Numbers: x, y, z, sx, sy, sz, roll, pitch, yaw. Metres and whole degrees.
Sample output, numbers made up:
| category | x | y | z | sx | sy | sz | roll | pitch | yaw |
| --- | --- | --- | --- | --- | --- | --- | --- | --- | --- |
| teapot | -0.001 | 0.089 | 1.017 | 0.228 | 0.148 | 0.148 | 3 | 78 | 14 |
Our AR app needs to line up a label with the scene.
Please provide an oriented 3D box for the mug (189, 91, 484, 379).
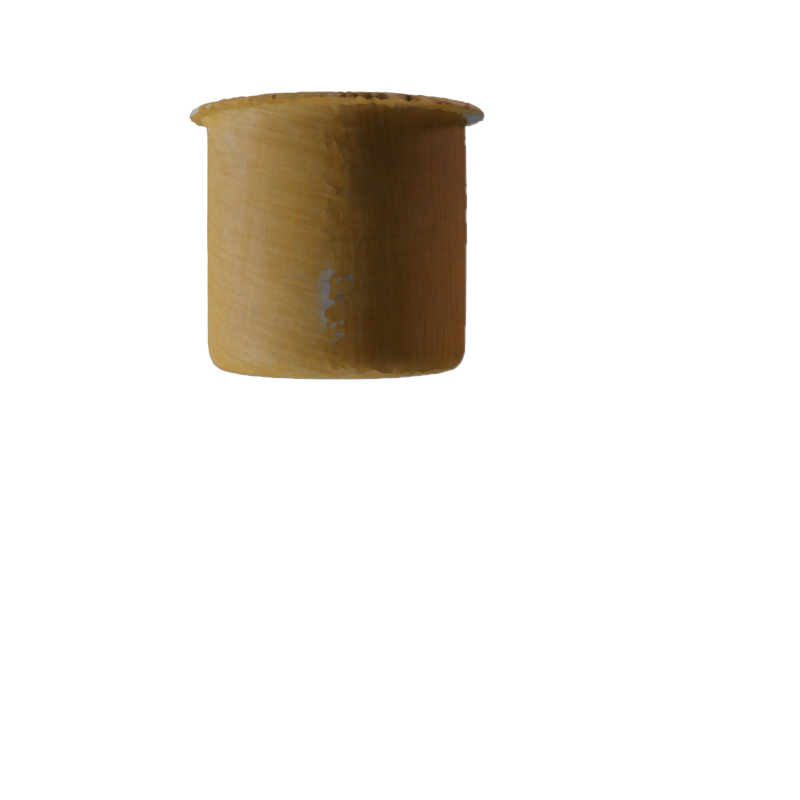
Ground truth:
| category | x | y | z | sx | sy | sz | roll | pitch | yaw |
| --- | --- | --- | --- | --- | --- | --- | --- | --- | --- |
| mug | -0.028 | -0.052 | 0.361 | 0.090 | 0.081 | 0.122 | -3 | 5 | -40 |
